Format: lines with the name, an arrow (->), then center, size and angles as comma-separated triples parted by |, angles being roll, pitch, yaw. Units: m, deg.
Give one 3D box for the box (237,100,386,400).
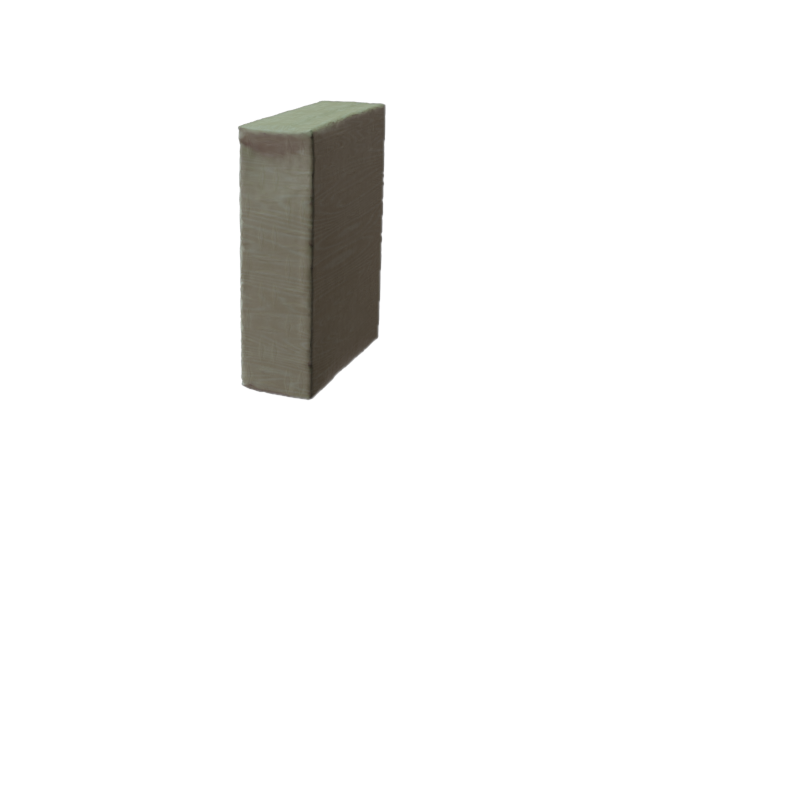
box -> -0.071, -0.130, 0.913 | 0.074, 0.206, 0.166 | 6, 18, 18
